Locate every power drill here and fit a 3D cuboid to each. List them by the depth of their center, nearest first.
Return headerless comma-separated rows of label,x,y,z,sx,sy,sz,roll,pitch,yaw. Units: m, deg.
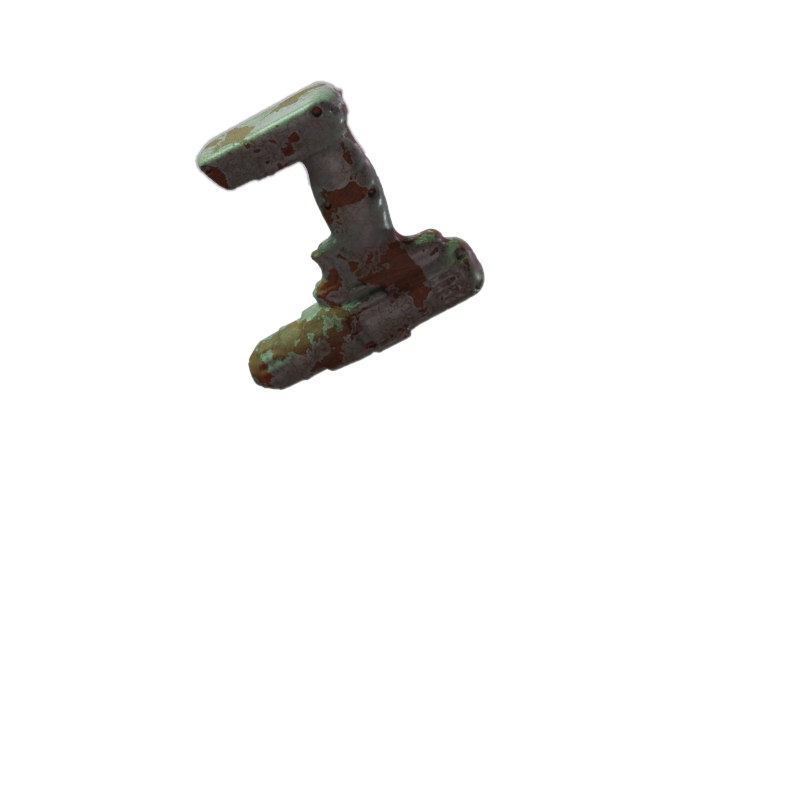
power drill,-0.060,-0.110,0.768,0.184,0.178,0.060,-28,22,12
